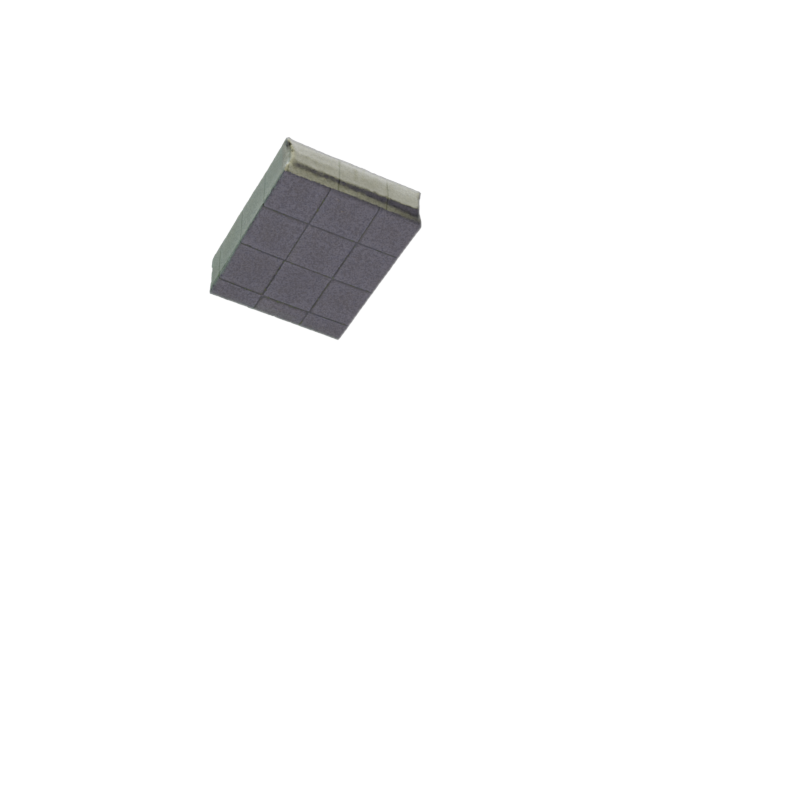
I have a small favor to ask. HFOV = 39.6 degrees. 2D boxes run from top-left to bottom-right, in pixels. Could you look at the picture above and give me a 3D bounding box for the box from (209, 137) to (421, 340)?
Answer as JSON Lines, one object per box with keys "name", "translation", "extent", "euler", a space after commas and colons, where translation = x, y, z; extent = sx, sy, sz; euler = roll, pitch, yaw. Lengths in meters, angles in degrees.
{"name": "box", "translation": [-0.042, -0.077, 0.540], "extent": [0.070, 0.032, 0.086], "euler": [21, -49, -20]}
